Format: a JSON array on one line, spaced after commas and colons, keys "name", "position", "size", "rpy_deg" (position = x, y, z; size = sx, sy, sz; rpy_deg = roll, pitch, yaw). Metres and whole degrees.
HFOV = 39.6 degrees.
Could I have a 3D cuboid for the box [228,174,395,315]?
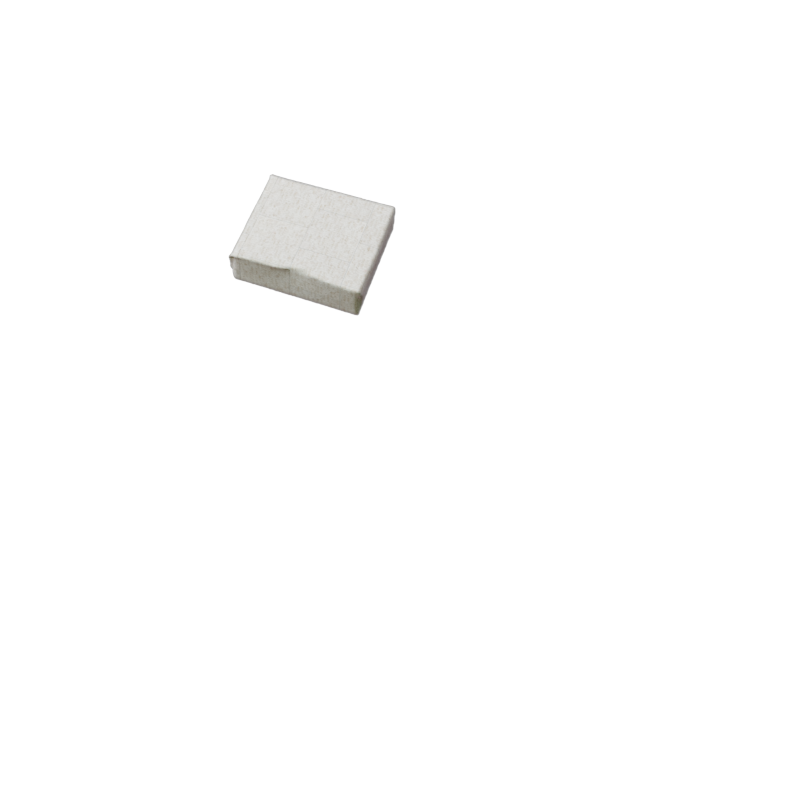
[{"name": "box", "position": [-0.056, -0.103, 0.718], "size": [0.091, 0.076, 0.028], "rpy_deg": [16, -33, 11]}]
